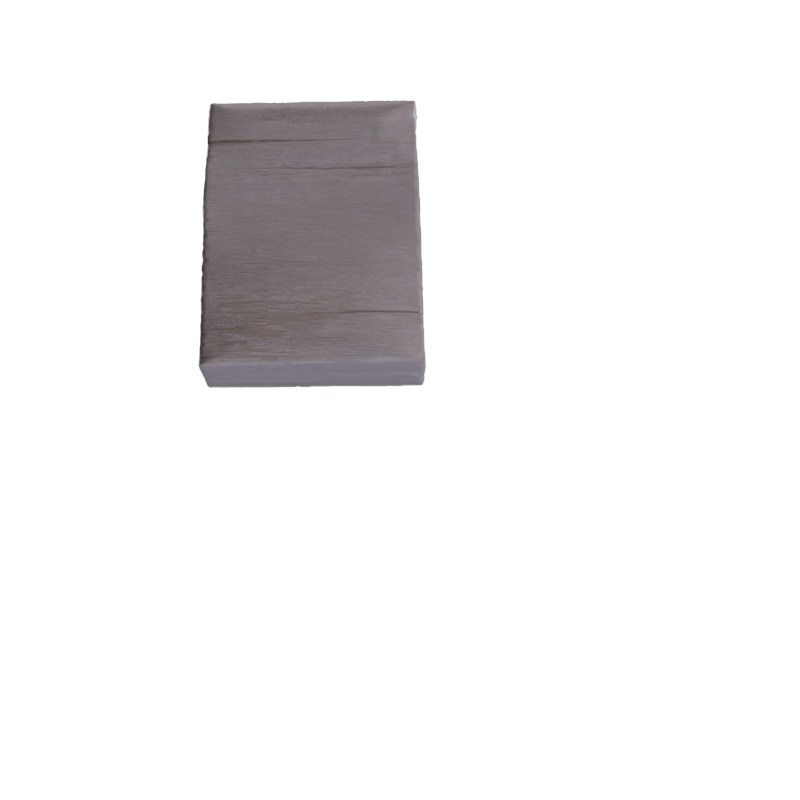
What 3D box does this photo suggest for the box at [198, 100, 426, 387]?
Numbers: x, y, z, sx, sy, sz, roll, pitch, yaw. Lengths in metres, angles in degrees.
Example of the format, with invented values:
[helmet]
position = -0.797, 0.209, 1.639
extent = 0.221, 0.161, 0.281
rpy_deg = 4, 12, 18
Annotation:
[box]
position = -0.066, -0.120, 0.841
extent = 0.164, 0.224, 0.068
rpy_deg = -1, -20, 0
